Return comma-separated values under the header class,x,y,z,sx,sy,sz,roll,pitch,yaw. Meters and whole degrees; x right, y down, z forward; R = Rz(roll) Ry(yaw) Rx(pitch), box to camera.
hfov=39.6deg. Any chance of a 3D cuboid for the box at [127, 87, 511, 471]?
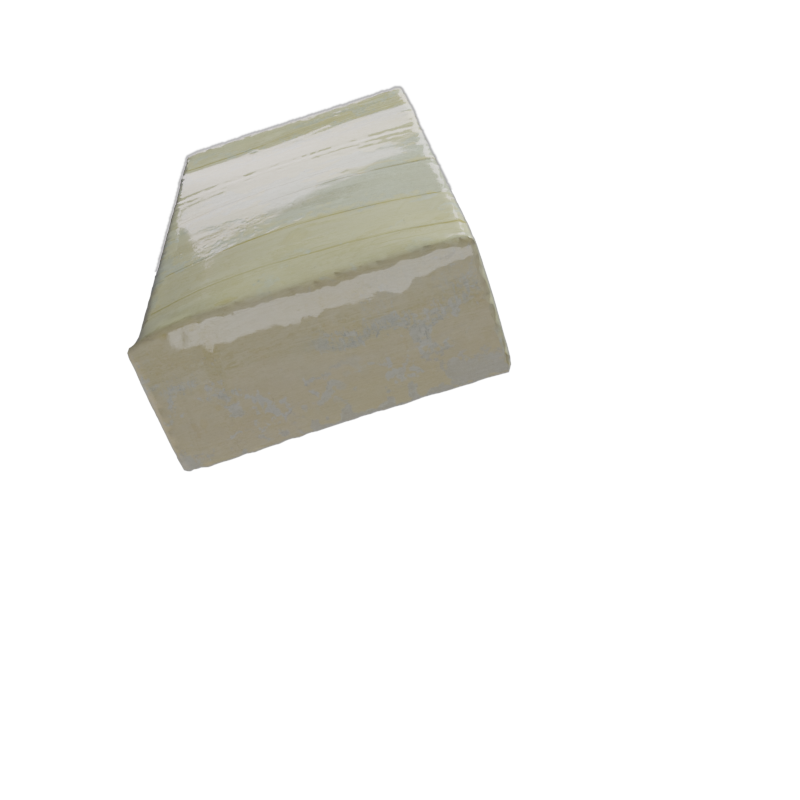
class,x,y,z,sx,sy,sz,roll,pitch,yaw
box,-0.028,-0.051,0.360,0.093,0.045,0.185,-17,25,4
